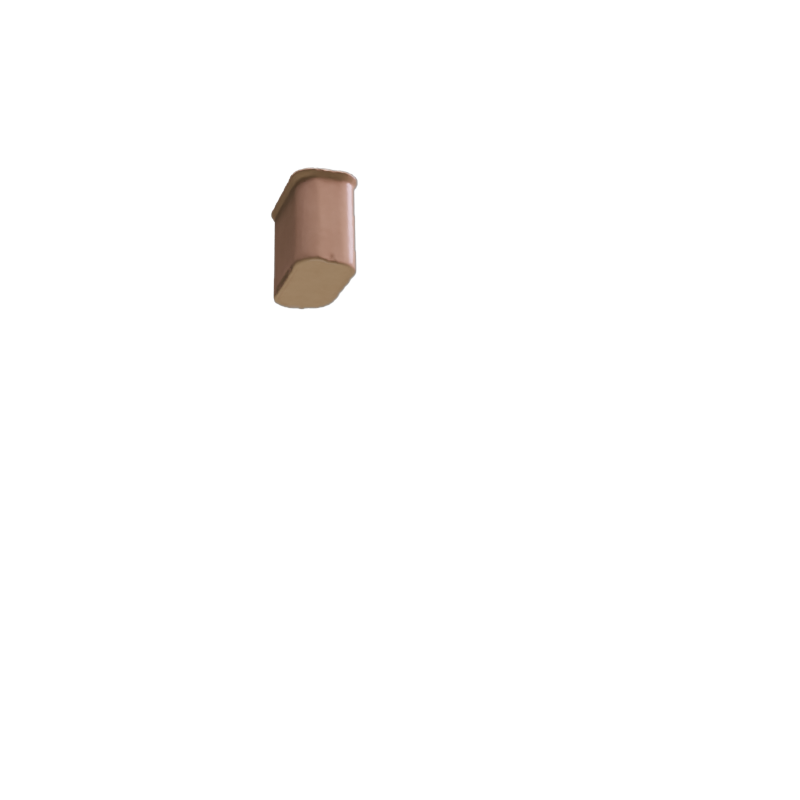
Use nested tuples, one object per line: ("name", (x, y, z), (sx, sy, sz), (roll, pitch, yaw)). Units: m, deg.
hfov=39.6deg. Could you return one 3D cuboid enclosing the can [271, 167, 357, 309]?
("can", (-0.072, -0.132, 0.923), (0.056, 0.088, 0.099), (7, -23, -18))
